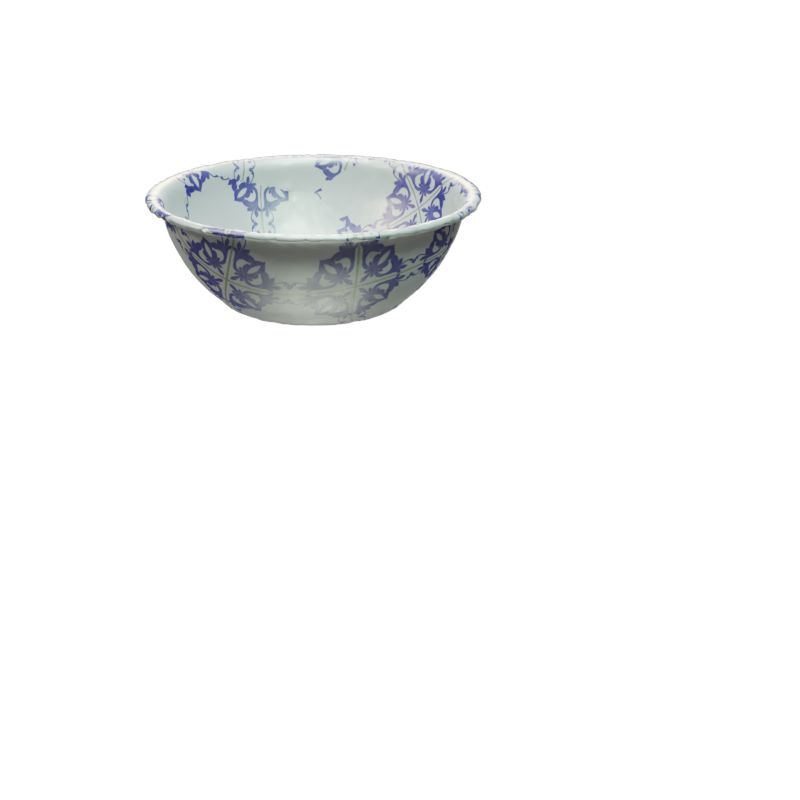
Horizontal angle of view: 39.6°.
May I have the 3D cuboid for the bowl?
[{"bbox_3d":[-0.043,-0.078,0.545,0.162,0.053,0.170,-1,23,-2],"label":"bowl"}]
